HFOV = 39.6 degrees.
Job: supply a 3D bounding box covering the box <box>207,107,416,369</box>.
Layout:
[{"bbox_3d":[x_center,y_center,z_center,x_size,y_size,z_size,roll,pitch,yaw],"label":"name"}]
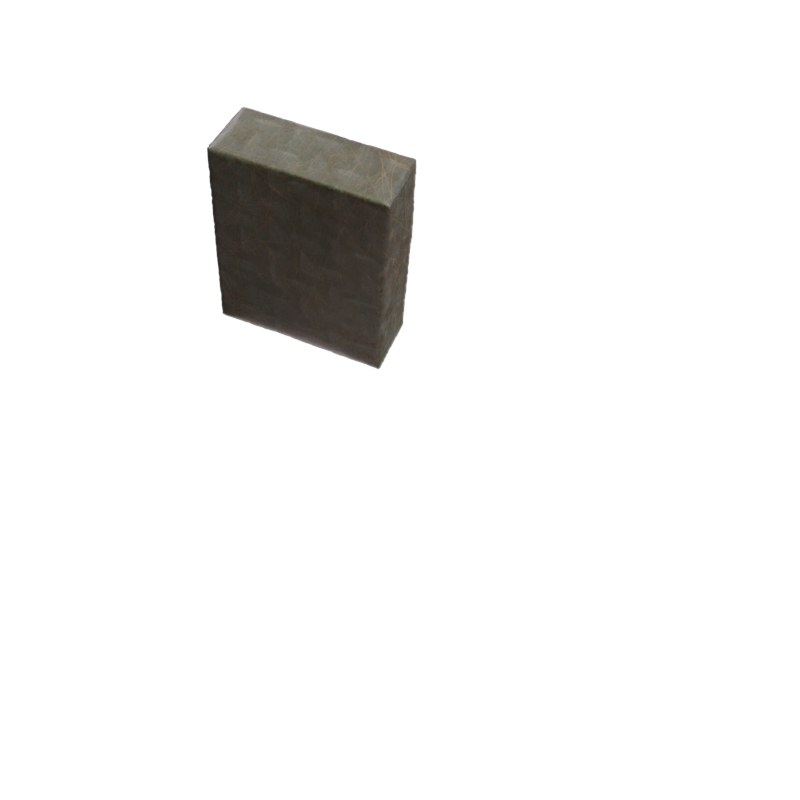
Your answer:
[{"bbox_3d":[-0.076,-0.139,0.974,0.169,0.075,0.199,21,-38,14],"label":"box"}]
